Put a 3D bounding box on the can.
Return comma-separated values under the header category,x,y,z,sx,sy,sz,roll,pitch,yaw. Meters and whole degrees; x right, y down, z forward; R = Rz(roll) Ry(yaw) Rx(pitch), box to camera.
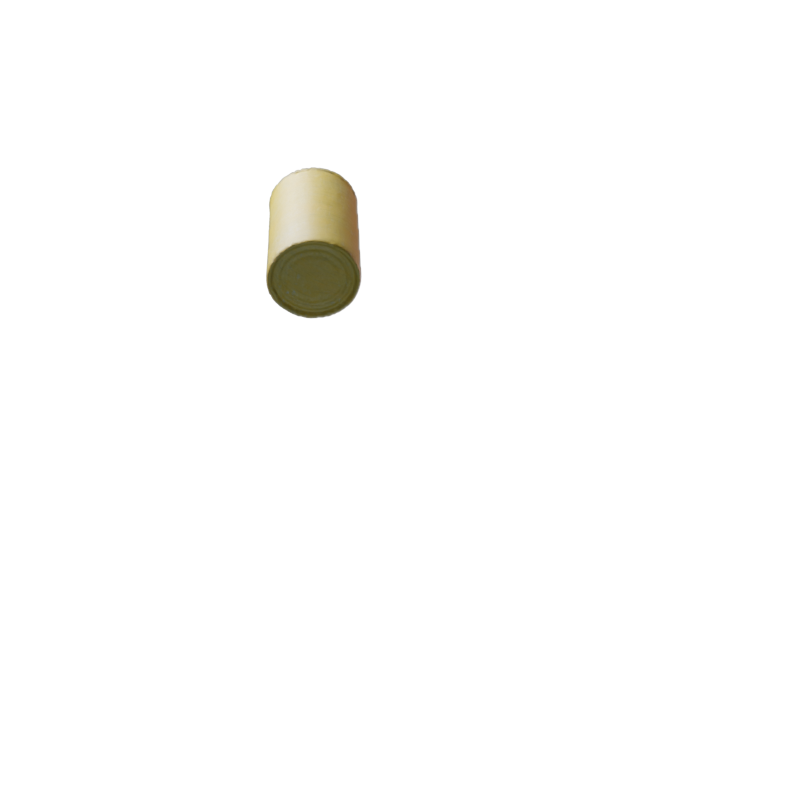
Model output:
category,x,y,z,sx,sy,sz,roll,pitch,yaw
can,-0.063,-0.115,0.806,0.068,0.064,0.109,-1,37,-3
